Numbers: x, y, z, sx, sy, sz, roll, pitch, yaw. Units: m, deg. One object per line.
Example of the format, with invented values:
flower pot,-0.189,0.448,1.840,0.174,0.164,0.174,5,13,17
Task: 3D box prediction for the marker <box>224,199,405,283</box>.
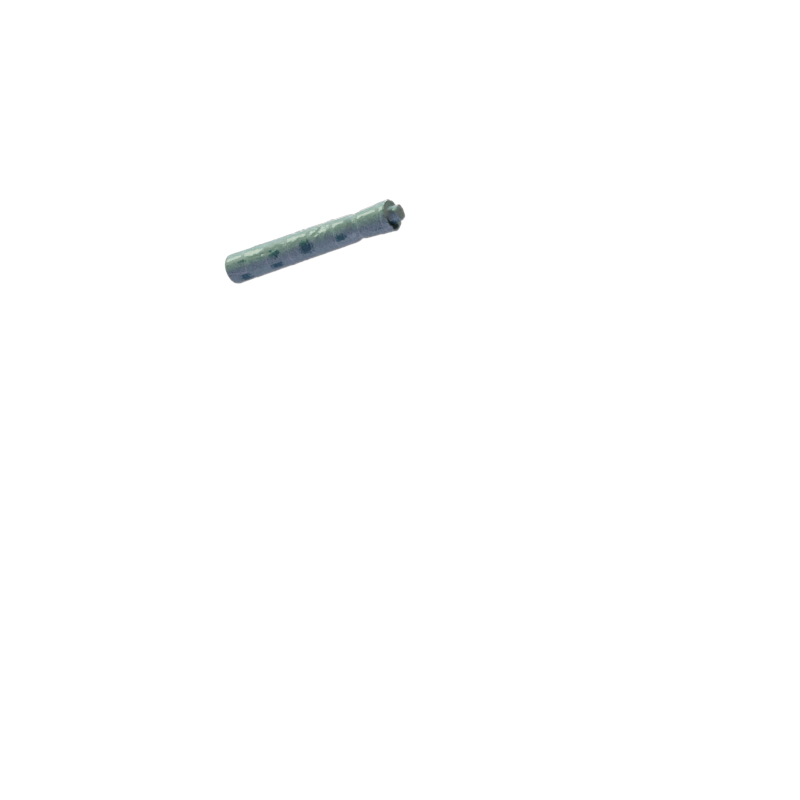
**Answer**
marker,-0.051,-0.093,0.651,0.123,0.020,0.019,-14,-4,30
